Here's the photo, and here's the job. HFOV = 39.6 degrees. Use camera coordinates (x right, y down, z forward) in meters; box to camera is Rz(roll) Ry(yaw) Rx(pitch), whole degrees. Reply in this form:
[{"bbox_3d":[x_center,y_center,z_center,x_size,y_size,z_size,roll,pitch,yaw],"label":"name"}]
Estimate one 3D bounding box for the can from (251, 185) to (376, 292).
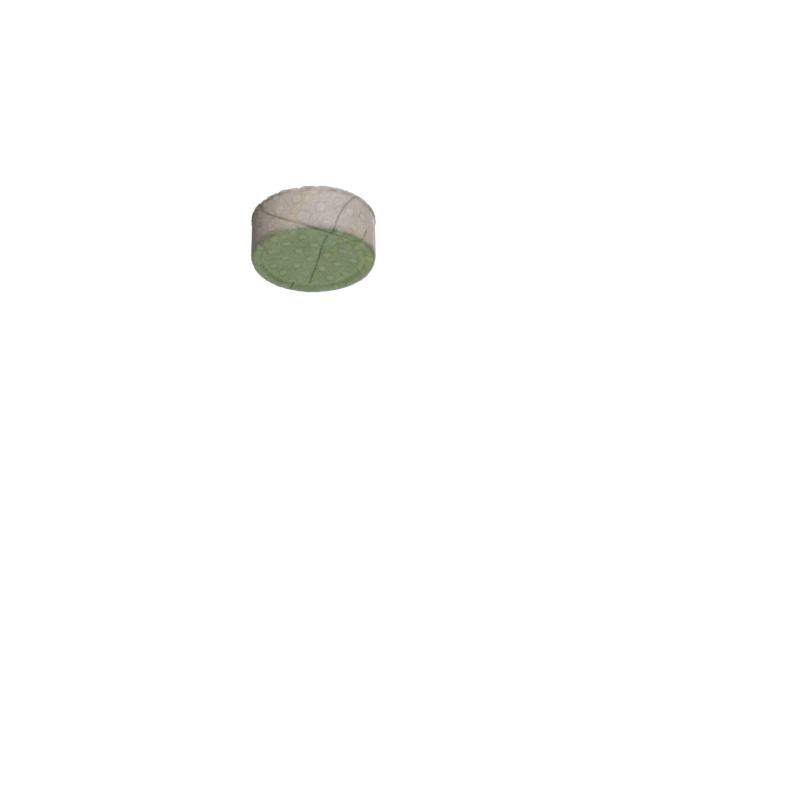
[{"bbox_3d":[-0.059,-0.108,0.754,0.086,0.036,0.081,1,-27,-2],"label":"can"}]
